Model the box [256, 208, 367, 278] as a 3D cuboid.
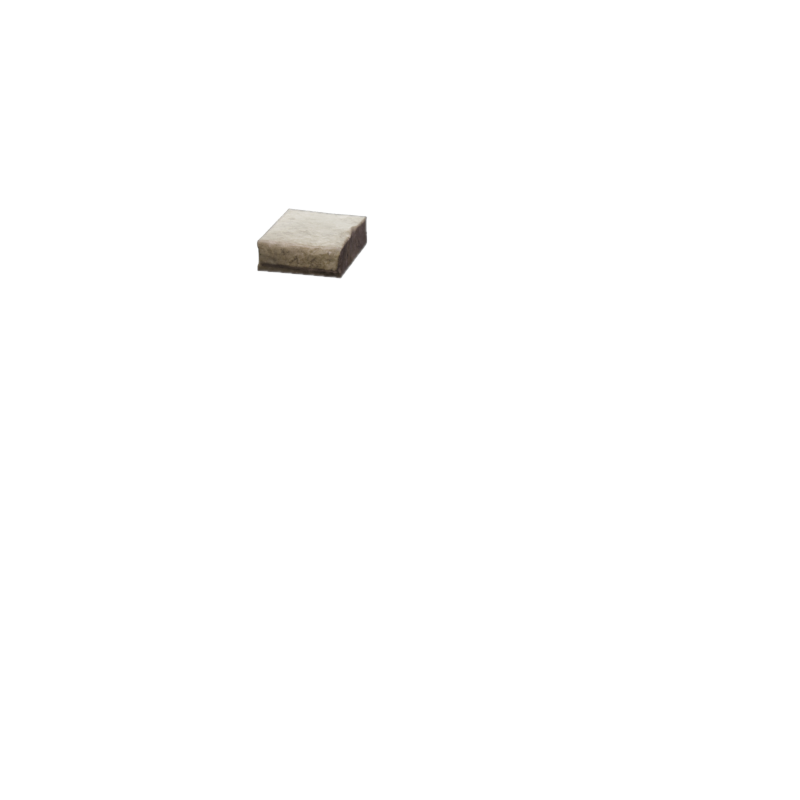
[{"bbox_3d":[-0.074,-0.134,0.940,0.075,0.029,0.092,7,27,13],"label":"box"}]
